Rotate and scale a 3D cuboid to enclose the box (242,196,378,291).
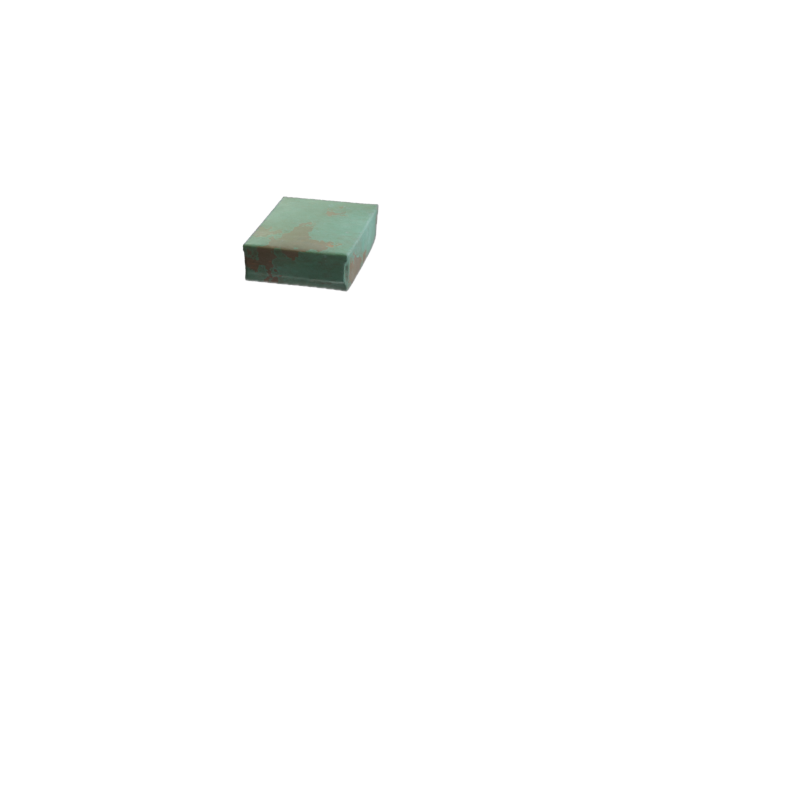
[{"bbox_3d":[-0.074,-0.135,0.944,0.092,0.037,0.117,7,29,12],"label":"box"}]
